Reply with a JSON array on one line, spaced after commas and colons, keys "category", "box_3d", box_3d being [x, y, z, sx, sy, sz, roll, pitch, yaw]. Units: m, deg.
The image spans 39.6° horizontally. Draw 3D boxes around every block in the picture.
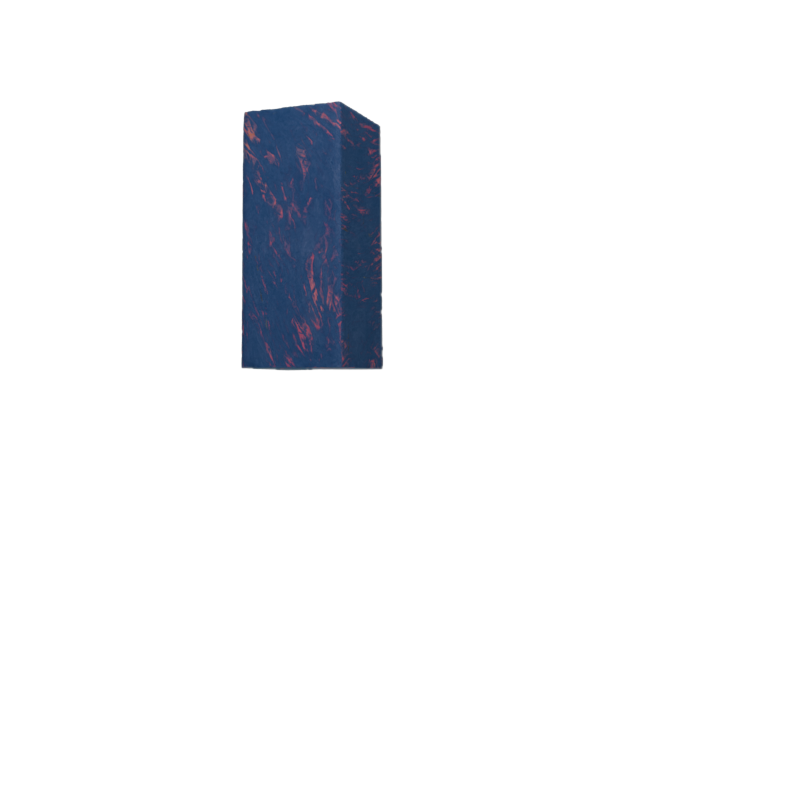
[{"category": "block", "box_3d": [-0.071, -0.129, 0.905, 0.092, 0.210, 0.087, -3, -7, 22]}]
